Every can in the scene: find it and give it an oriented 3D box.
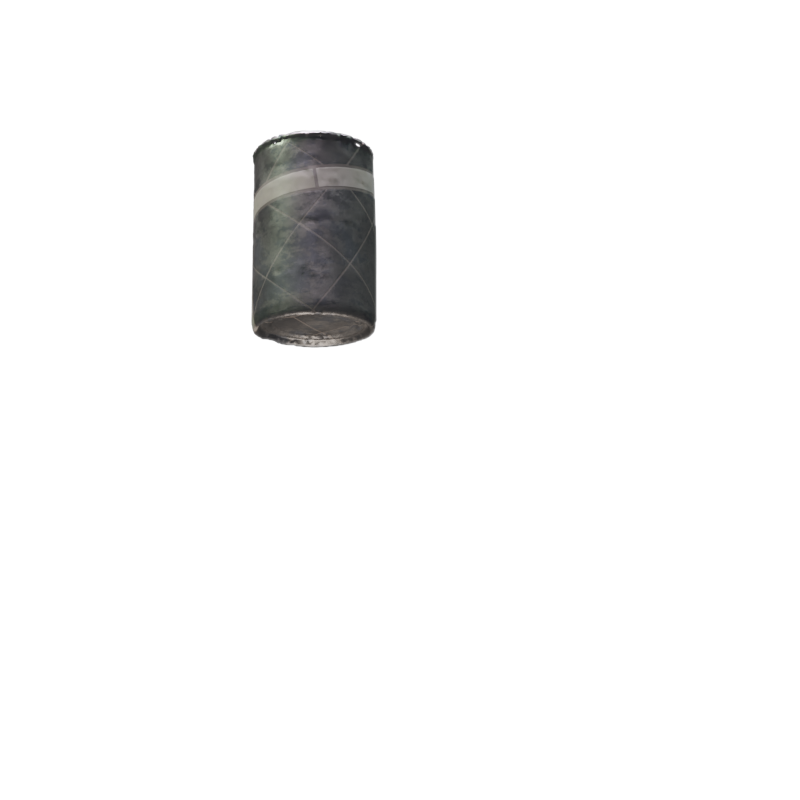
[{"bbox_3d":[-0.047,-0.086,0.604,0.068,0.107,0.066,0,-18,-2],"label":"can"}]
